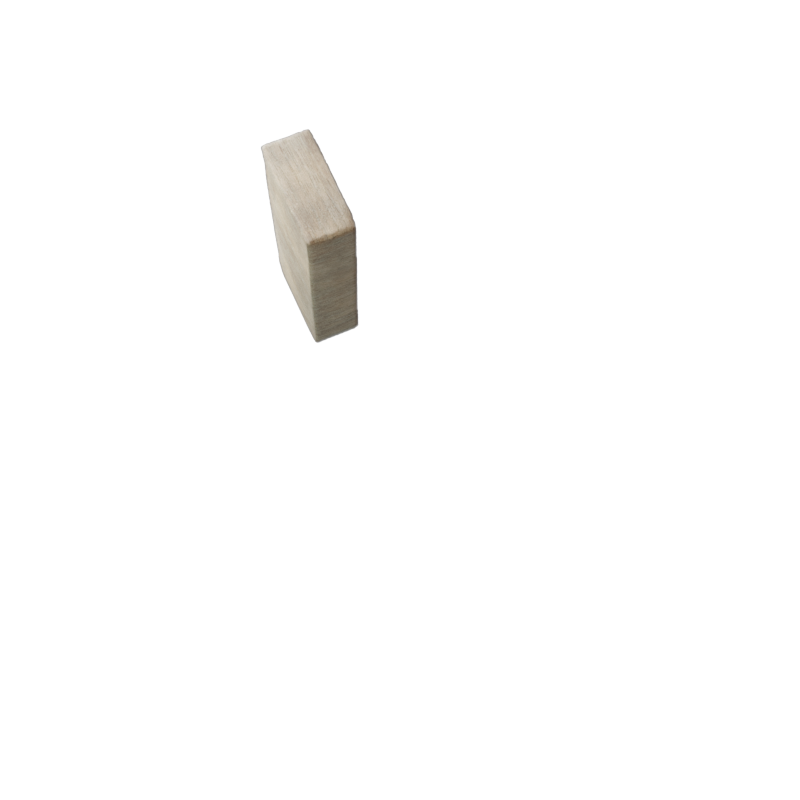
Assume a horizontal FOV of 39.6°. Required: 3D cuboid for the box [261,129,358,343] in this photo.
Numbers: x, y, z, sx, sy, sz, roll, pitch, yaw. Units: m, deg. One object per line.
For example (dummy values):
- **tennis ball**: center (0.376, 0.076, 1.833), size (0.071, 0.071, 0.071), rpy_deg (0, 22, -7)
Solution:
- **box**: center (-0.068, -0.124, 0.867), size (0.048, 0.099, 0.167), rpy_deg (-20, -20, -12)
